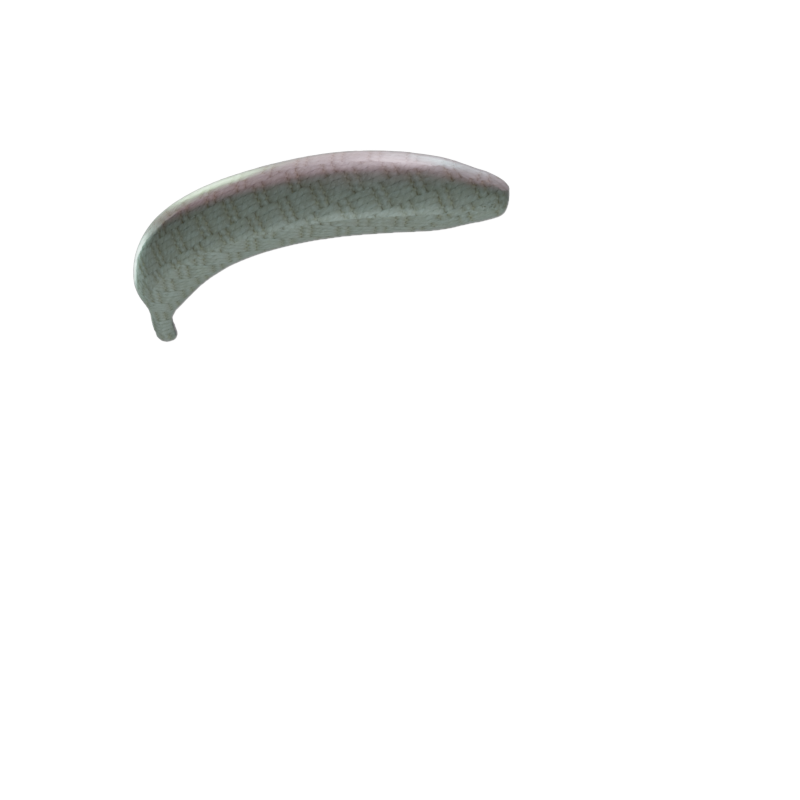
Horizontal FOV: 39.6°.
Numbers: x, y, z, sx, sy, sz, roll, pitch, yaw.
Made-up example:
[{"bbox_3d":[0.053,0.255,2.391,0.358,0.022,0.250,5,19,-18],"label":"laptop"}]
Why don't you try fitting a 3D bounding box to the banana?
[{"bbox_3d":[-0.053,-0.078,0.498,0.200,0.039,0.065,-15,-30,29],"label":"banana"}]
